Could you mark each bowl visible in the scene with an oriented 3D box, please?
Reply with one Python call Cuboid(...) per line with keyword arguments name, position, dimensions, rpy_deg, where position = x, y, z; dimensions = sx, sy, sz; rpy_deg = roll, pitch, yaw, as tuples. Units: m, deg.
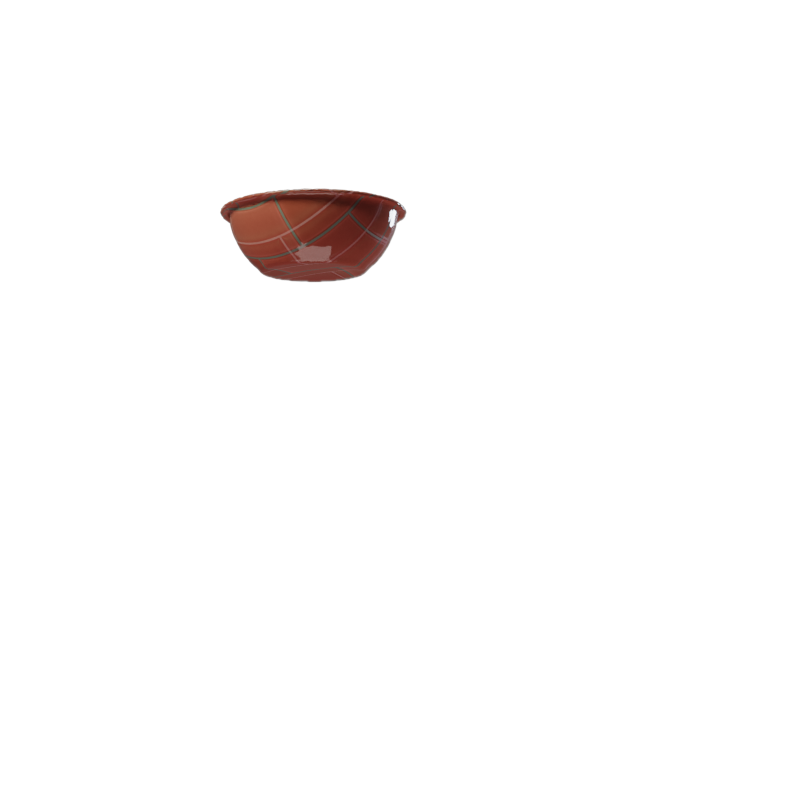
Cuboid(name="bowl", position=(-0.075, -0.137, 0.961), dimensions=(0.162, 0.056, 0.159), rpy_deg=(0, -6, -2))
